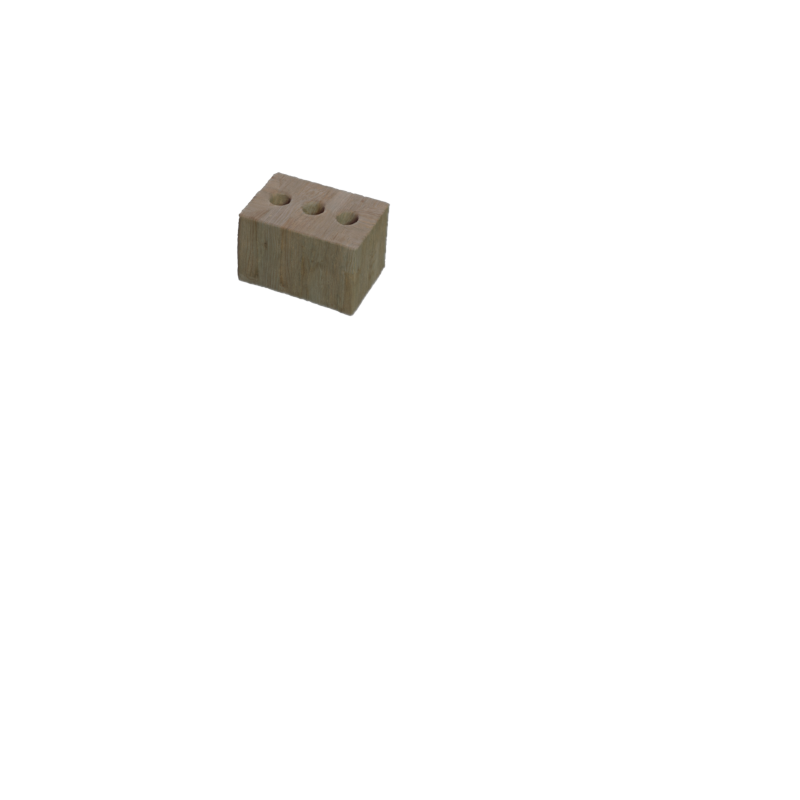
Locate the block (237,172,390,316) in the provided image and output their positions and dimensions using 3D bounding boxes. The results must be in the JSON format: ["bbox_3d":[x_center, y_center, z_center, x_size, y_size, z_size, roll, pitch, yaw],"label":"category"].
[{"bbox_3d":[-0.052,-0.095,0.662,0.081,0.048,0.055,17,44,17],"label":"block"}]
